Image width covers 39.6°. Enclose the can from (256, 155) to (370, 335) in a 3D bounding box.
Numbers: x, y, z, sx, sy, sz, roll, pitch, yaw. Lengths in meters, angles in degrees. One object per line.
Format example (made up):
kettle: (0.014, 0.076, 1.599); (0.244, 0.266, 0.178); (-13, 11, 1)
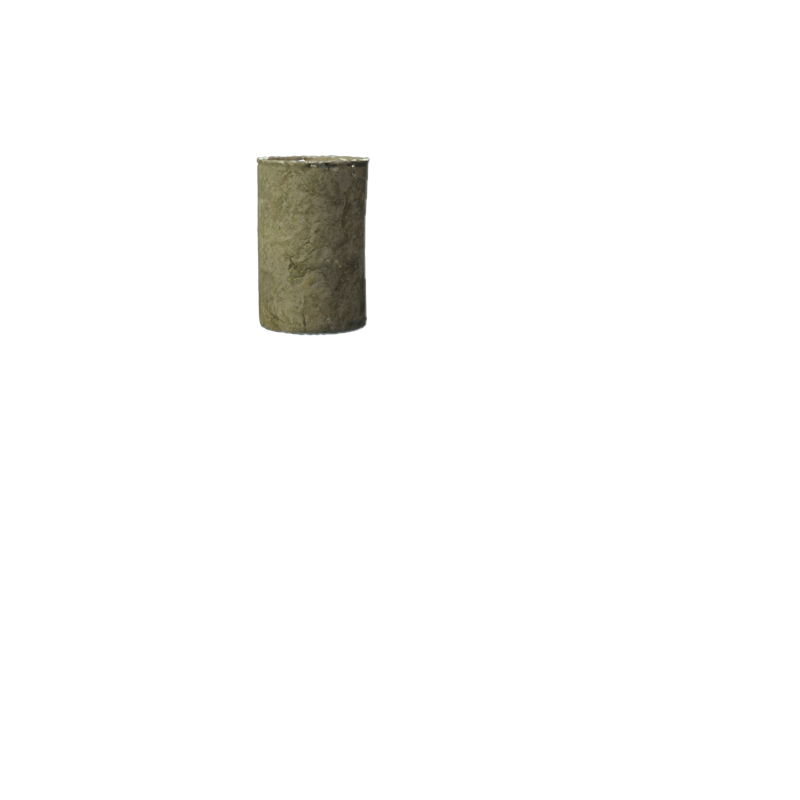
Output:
can: (-0.052, -0.096, 0.670); (0.068, 0.100, 0.070); (0, 10, -2)
